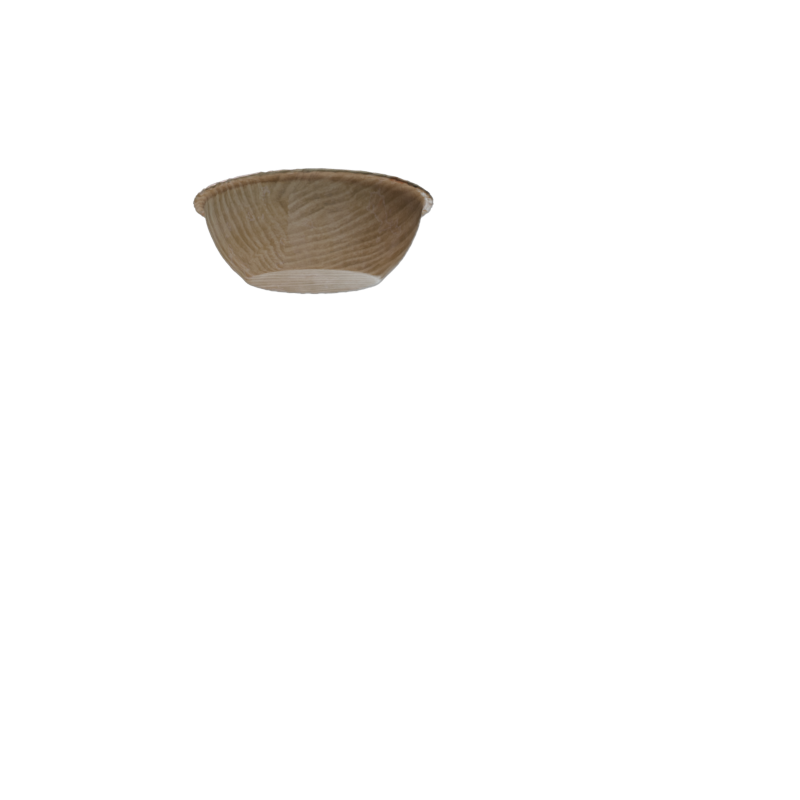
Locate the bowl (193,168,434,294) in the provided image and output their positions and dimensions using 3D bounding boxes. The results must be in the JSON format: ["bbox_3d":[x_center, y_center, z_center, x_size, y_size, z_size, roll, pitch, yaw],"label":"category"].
[{"bbox_3d":[-0.058,-0.106,0.742,0.162,0.056,0.159,0,-6,-2],"label":"bowl"}]
